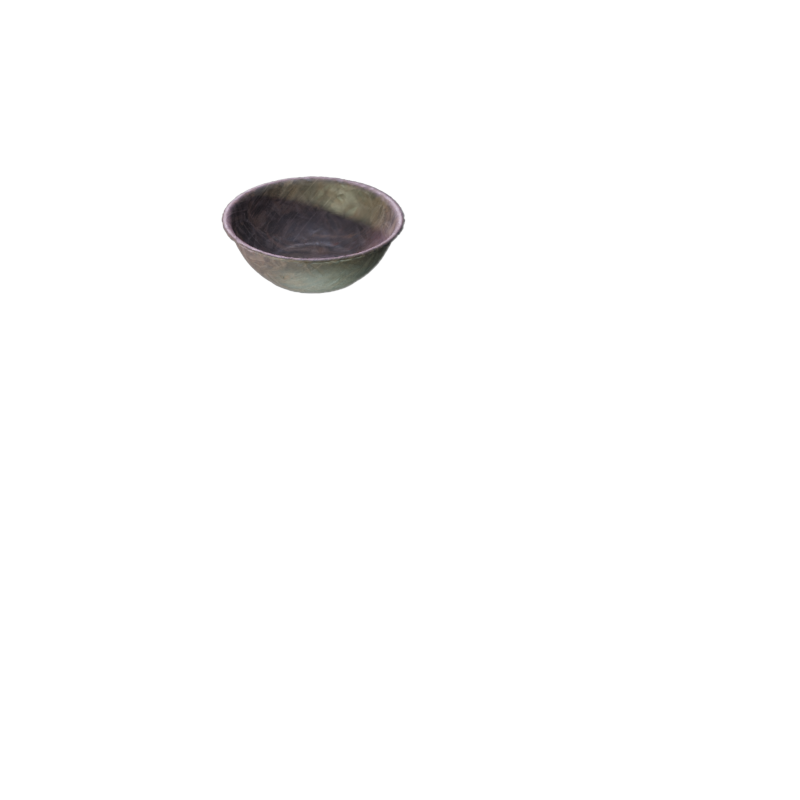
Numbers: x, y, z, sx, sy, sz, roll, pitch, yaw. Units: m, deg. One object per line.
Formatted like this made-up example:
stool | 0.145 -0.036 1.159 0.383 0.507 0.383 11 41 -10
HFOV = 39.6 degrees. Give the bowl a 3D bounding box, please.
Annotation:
bowl | -0.078 -0.141 0.990 0.162 0.052 0.173 -1 34 -2
